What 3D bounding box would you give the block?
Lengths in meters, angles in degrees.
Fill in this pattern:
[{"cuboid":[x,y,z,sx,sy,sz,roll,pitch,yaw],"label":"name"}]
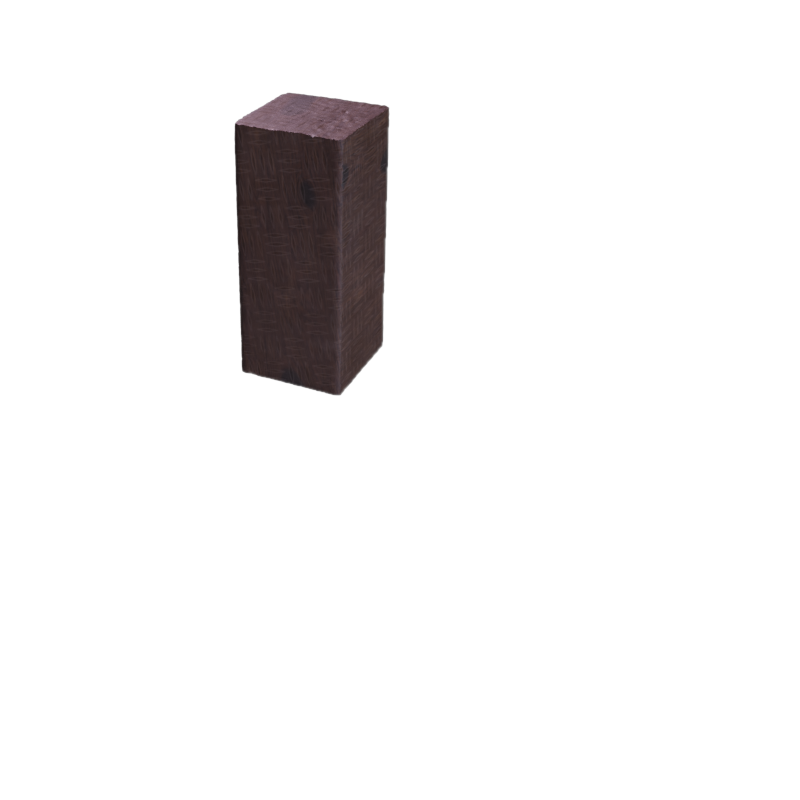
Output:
[{"cuboid":[-0.068,-0.123,0.857,0.093,0.195,0.093,12,29,19],"label":"block"}]
